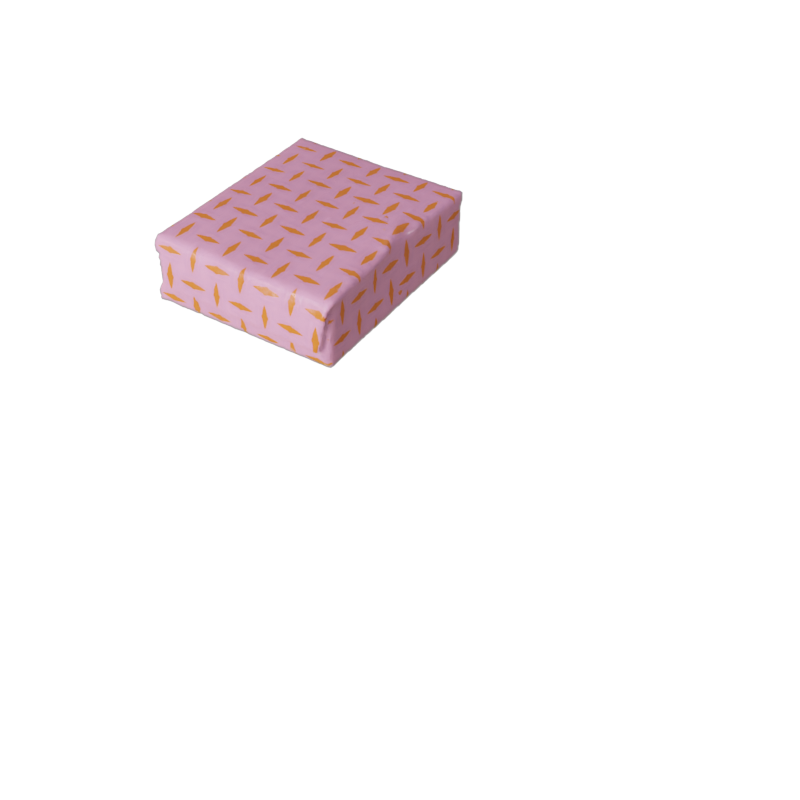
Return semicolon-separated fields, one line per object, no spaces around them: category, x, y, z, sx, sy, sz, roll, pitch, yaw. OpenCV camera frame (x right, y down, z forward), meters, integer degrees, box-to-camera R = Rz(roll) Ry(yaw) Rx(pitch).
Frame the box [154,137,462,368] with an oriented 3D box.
box;-0.031;-0.056;0.394;0.077;0.028;0.091;22;43;25
